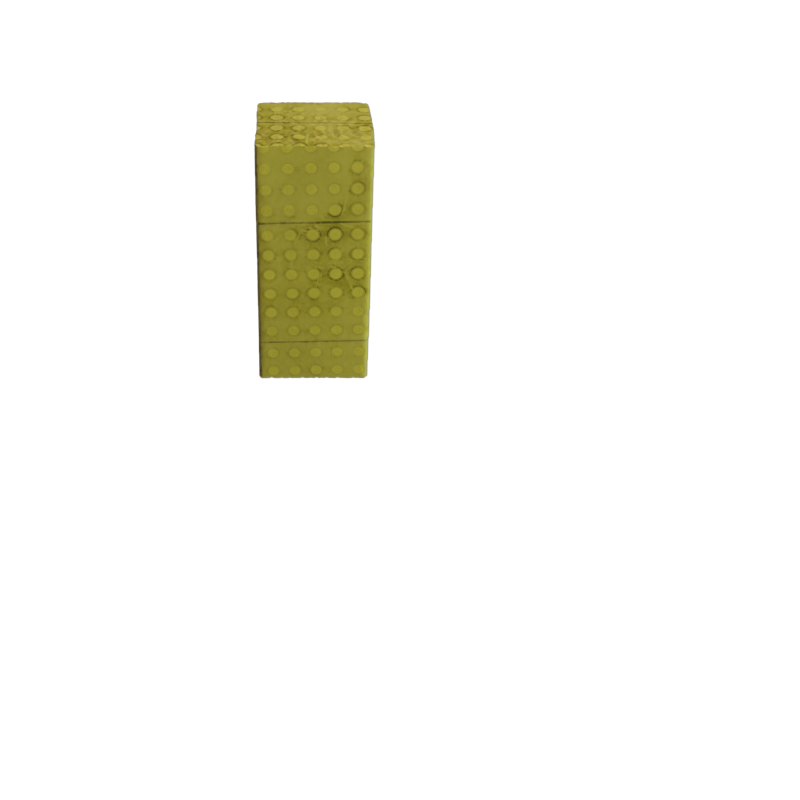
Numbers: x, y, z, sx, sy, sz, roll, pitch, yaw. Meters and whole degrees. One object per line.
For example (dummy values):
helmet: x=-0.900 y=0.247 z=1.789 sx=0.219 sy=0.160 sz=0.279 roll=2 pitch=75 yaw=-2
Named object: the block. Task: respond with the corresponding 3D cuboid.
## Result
block: x=-0.070 y=-0.128 z=0.893 sx=0.090 sy=0.194 sz=0.096 roll=0 pitch=31 yaw=-4
